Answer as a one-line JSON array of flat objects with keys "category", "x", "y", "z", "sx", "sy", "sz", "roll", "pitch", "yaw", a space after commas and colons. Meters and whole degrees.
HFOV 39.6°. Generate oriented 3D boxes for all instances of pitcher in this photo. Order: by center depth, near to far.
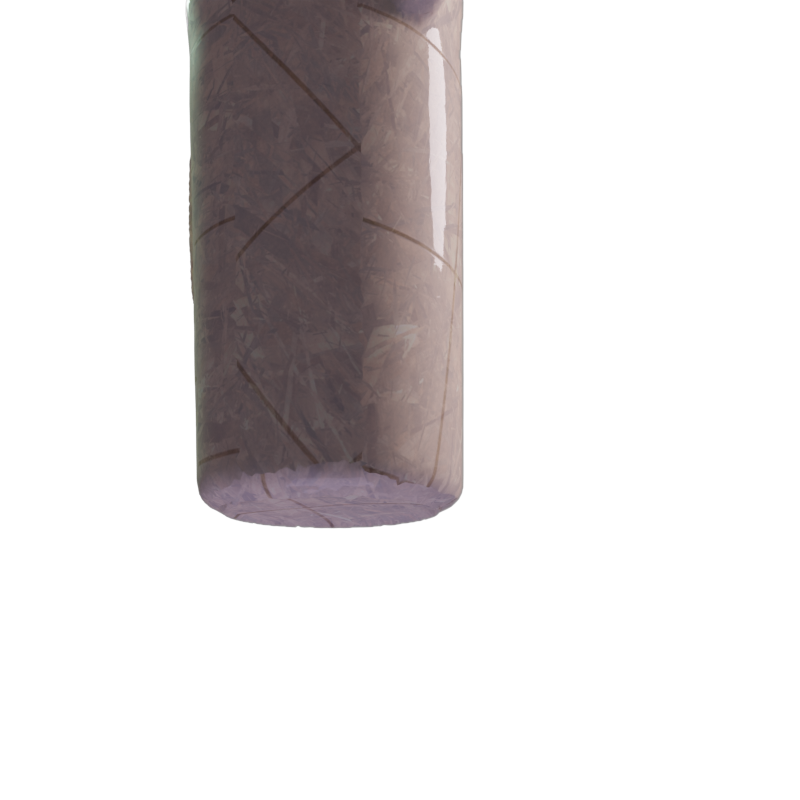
[{"category": "pitcher", "x": -0.039, "y": -0.071, "z": 0.498, "sx": 0.146, "sy": 0.255, "sz": 0.142, "roll": -2, "pitch": -19, "yaw": 3}]
